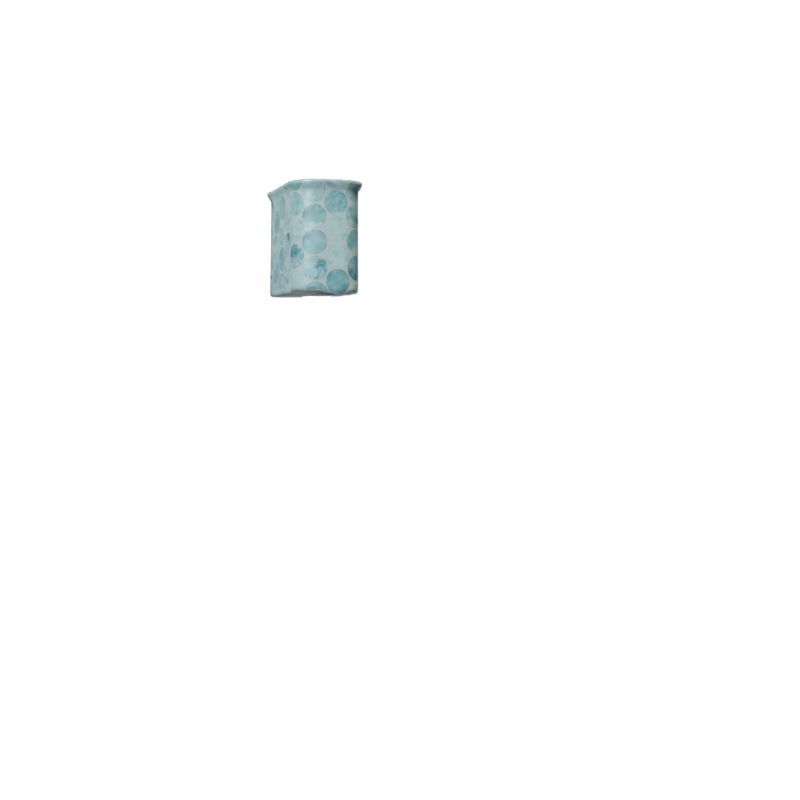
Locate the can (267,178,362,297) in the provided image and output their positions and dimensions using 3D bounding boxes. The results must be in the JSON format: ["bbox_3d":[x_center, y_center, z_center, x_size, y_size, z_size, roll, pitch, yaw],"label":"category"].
[{"bbox_3d":[-0.067,-0.123,0.859,0.056,0.084,0.104,1,0,-19],"label":"can"}]
